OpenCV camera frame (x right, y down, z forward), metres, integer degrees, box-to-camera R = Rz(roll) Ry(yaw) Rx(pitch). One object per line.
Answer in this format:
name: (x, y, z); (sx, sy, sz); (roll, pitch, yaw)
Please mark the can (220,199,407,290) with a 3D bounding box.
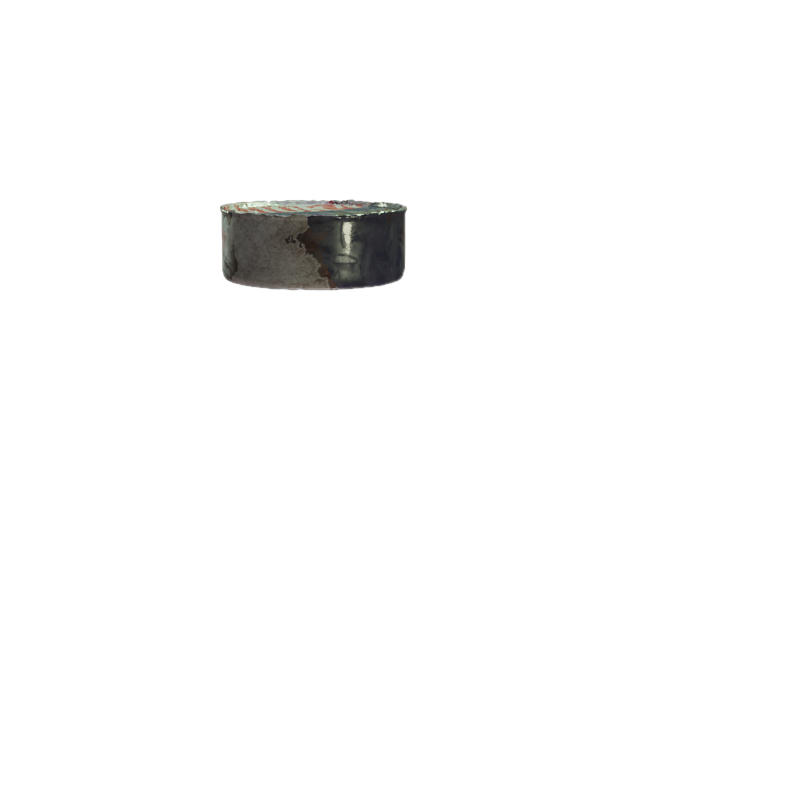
can: (-0.040, -0.073, 0.511); (0.086, 0.033, 0.088); (0, 13, -2)
